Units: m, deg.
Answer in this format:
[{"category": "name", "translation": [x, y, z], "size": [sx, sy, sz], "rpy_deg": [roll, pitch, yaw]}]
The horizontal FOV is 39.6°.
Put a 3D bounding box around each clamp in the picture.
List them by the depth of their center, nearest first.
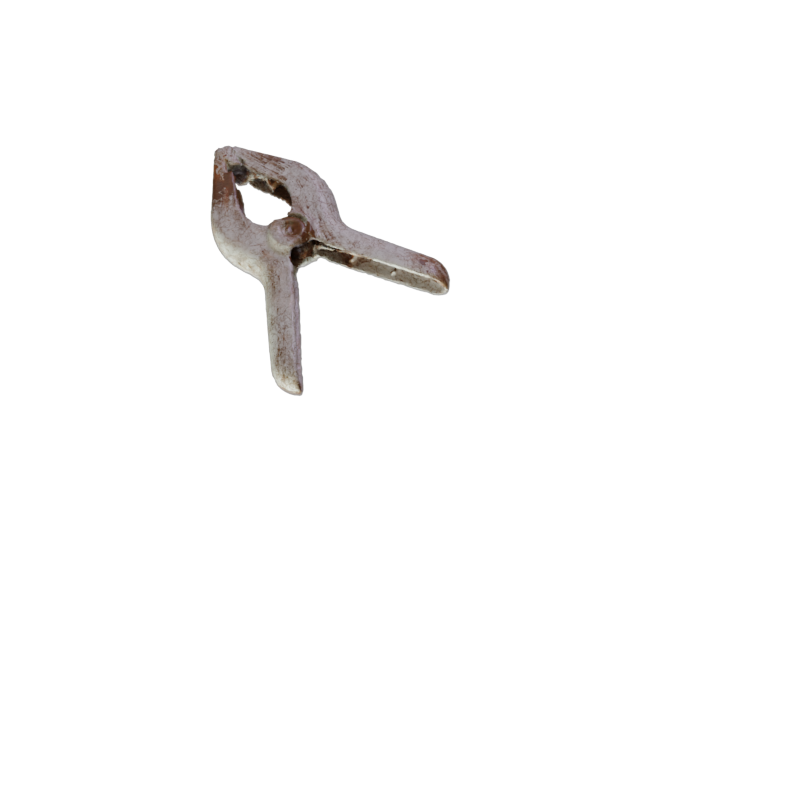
[{"category": "clamp", "translation": [-0.053, -0.097, 0.681], "size": [0.120, 0.183, 0.037], "rpy_deg": [-24, -25, -13]}]
